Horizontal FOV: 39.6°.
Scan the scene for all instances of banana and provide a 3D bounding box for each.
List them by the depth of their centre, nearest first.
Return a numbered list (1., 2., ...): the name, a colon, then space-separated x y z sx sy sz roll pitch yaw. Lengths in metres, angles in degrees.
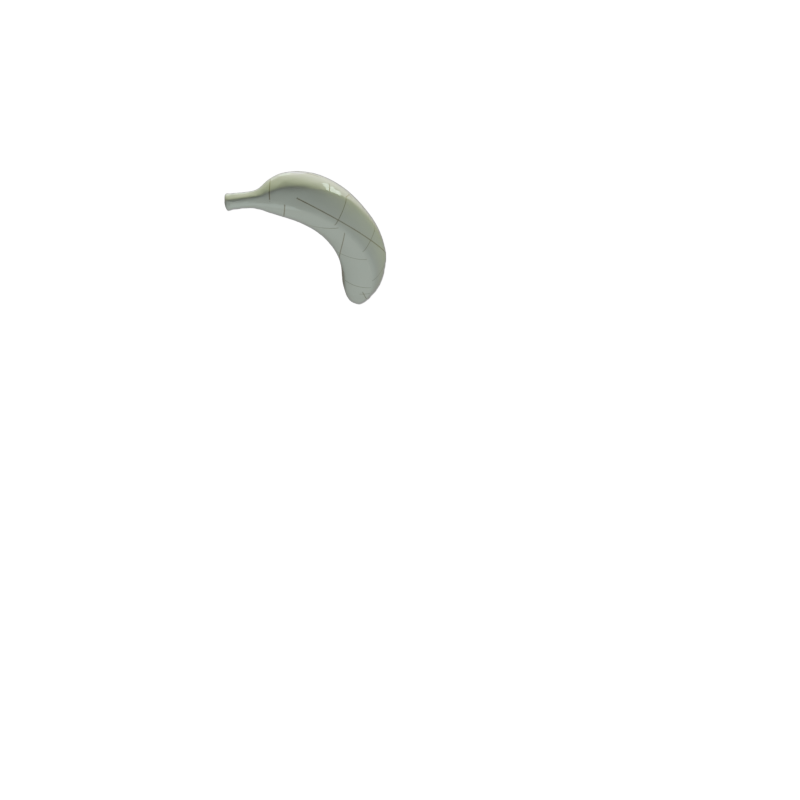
1. banana: -0.051 -0.125 0.835 0.071 0.039 0.184 -13 -26 26
